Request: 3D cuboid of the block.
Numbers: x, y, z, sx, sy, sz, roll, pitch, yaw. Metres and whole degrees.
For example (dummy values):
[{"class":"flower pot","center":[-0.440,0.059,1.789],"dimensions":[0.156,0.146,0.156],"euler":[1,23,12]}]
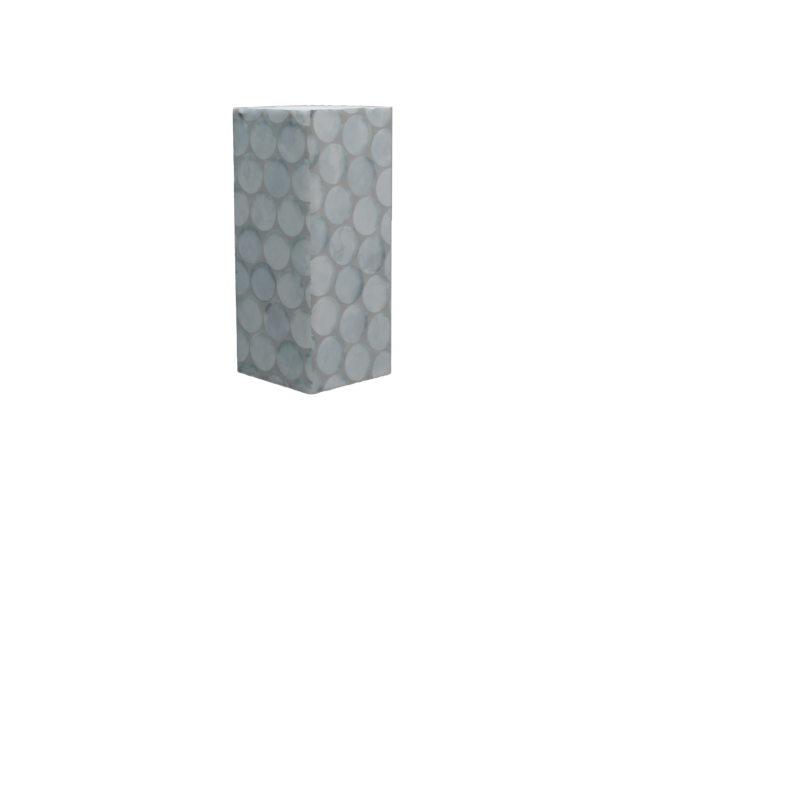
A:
[{"class":"block","center":[-0.067,-0.121,0.848],"dimensions":[0.088,0.201,0.095],"euler":[-10,14,-44]}]
